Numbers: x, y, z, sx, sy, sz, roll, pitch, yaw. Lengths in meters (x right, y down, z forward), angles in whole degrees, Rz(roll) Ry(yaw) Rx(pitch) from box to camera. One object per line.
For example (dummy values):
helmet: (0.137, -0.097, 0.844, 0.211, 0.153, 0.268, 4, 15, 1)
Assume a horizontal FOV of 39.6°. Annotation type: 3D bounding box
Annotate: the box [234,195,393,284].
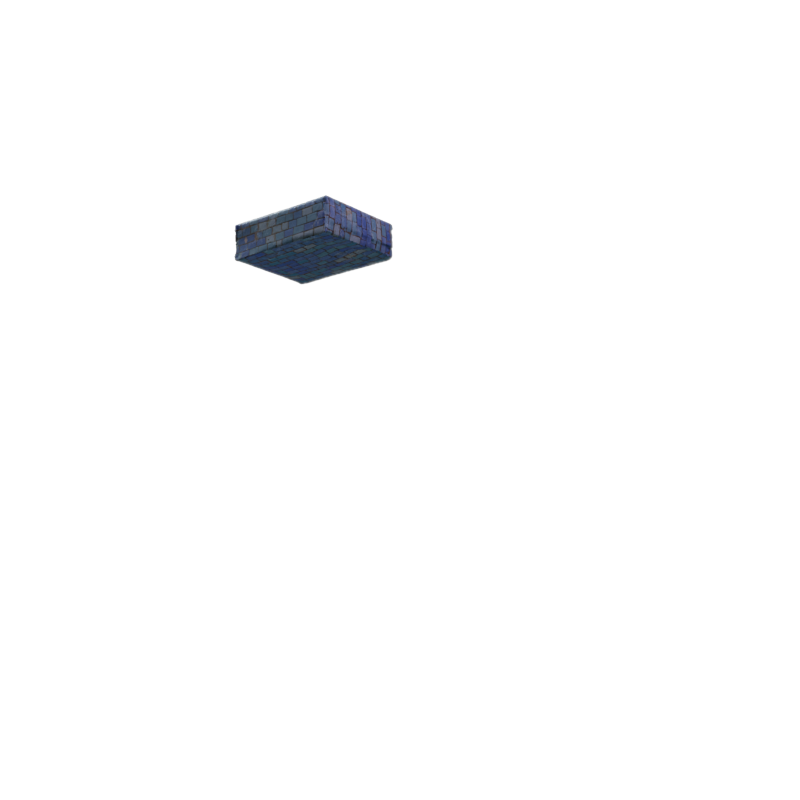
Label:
box: (-0.077, -0.140, 0.981, 0.115, 0.041, 0.084, -13, -20, 38)
